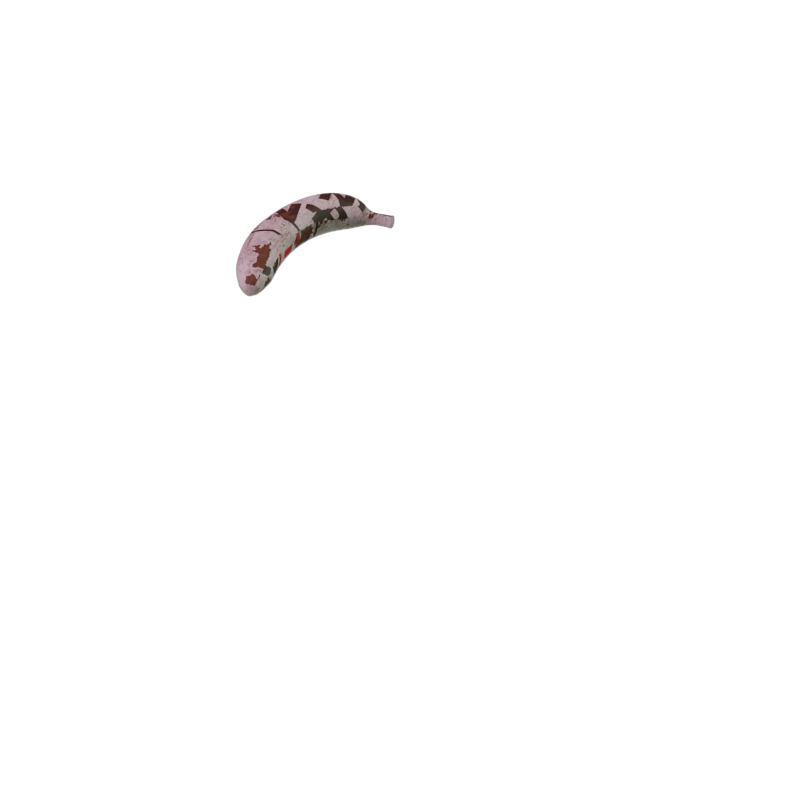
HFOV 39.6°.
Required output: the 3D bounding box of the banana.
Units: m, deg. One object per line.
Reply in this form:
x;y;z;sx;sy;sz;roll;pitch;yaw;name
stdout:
-0.088;-0.145;0.972;0.074;0.035;0.198;22;38;31;banana
